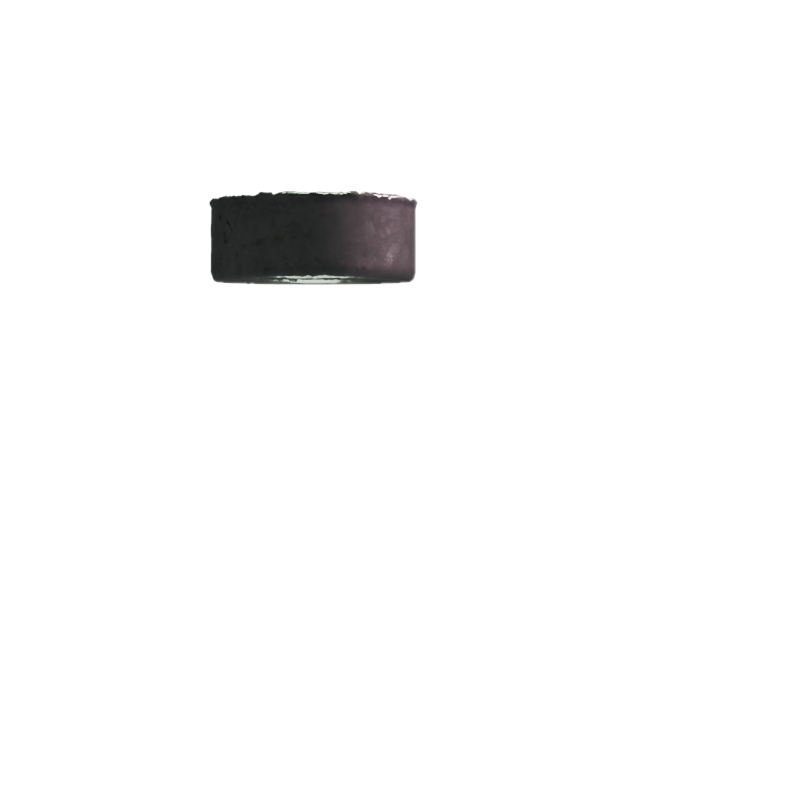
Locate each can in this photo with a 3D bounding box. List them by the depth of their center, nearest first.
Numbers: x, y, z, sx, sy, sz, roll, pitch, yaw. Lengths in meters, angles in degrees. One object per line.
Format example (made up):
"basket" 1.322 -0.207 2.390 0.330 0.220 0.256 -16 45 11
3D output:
"can" -0.036 -0.065 0.457 0.086 0.034 0.086 0 3 -2
